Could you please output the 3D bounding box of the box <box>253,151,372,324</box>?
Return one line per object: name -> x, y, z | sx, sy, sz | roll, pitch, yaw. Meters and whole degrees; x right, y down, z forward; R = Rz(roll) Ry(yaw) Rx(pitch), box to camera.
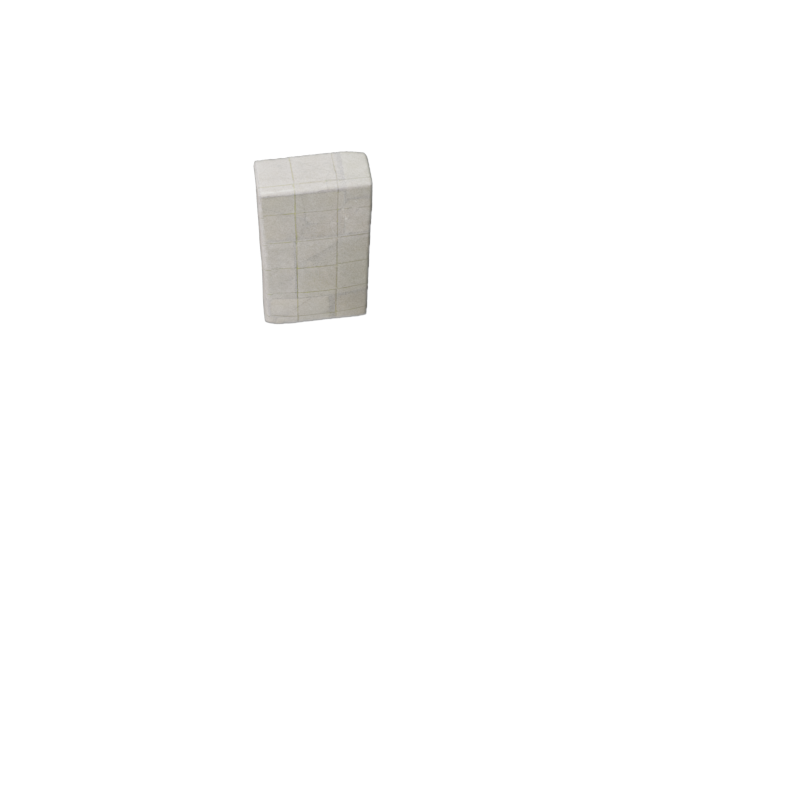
box -> -0.073, -0.134, 0.938 | 0.093, 0.052, 0.164 | -5, -36, -7
